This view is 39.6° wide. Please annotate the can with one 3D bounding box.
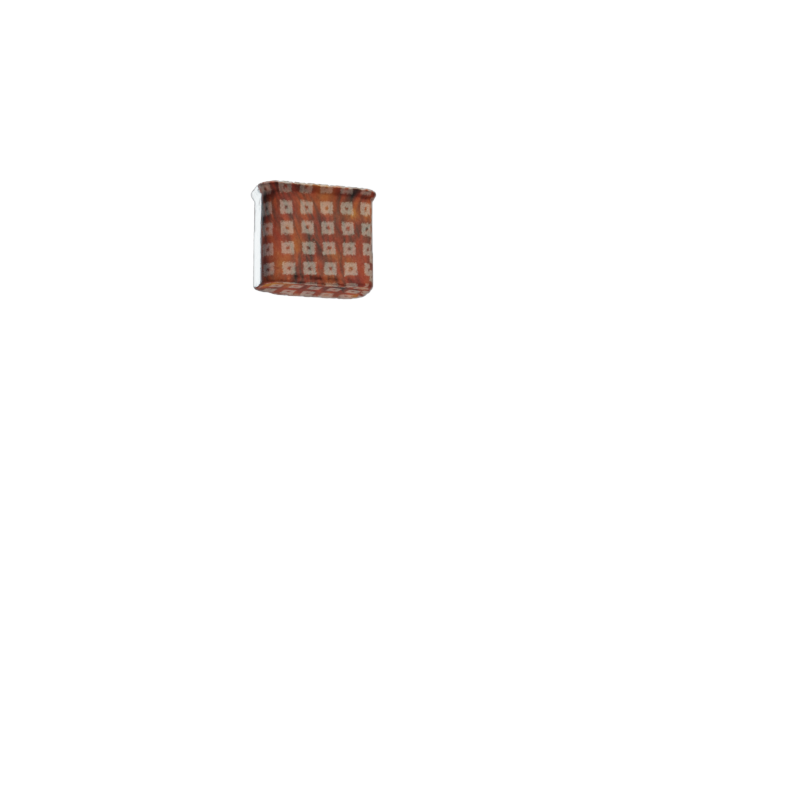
[{"bbox_3d":[-0.071,-0.130,0.914,0.099,0.086,0.057,3,-12,-17],"label":"can"}]
